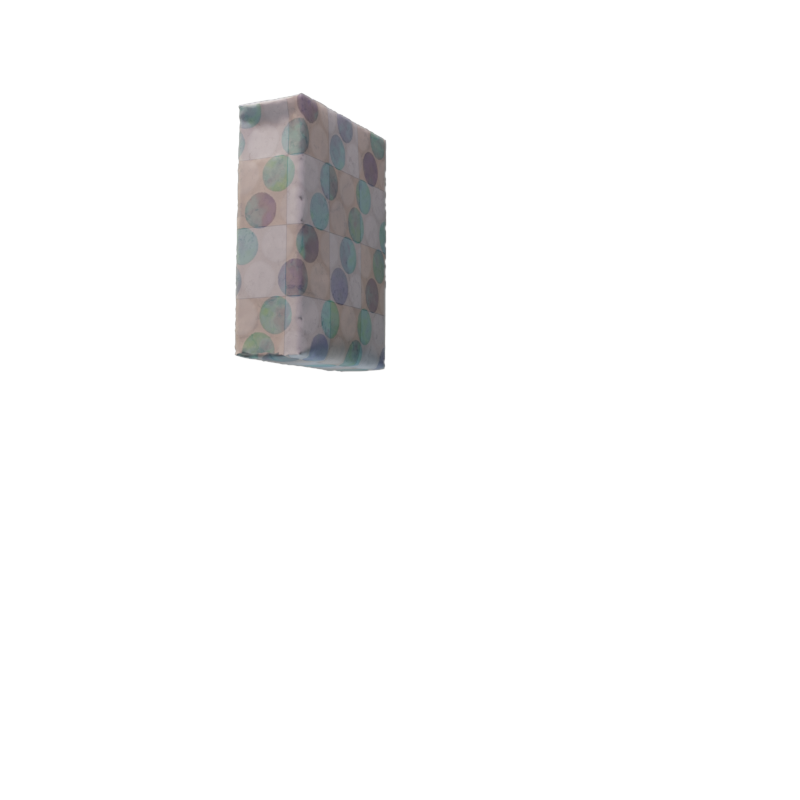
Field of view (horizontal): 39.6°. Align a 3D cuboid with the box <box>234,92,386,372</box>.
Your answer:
[{"bbox_3d":[-0.075,-0.136,0.952,0.074,0.219,0.157,-5,-9,25],"label":"box"}]
